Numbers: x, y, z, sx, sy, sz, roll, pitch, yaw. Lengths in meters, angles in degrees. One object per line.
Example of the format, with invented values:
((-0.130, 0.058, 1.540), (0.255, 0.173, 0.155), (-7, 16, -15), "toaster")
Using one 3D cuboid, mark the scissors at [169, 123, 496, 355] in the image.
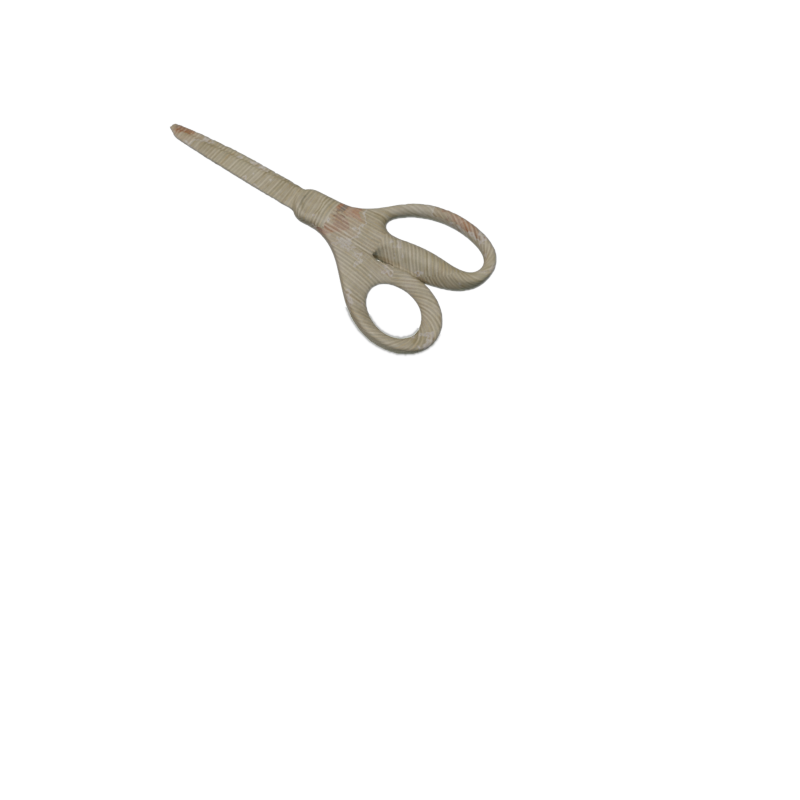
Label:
((-0.049, -0.089, 0.621), (0.204, 0.100, 0.015), (16, -20, 6), "scissors")
